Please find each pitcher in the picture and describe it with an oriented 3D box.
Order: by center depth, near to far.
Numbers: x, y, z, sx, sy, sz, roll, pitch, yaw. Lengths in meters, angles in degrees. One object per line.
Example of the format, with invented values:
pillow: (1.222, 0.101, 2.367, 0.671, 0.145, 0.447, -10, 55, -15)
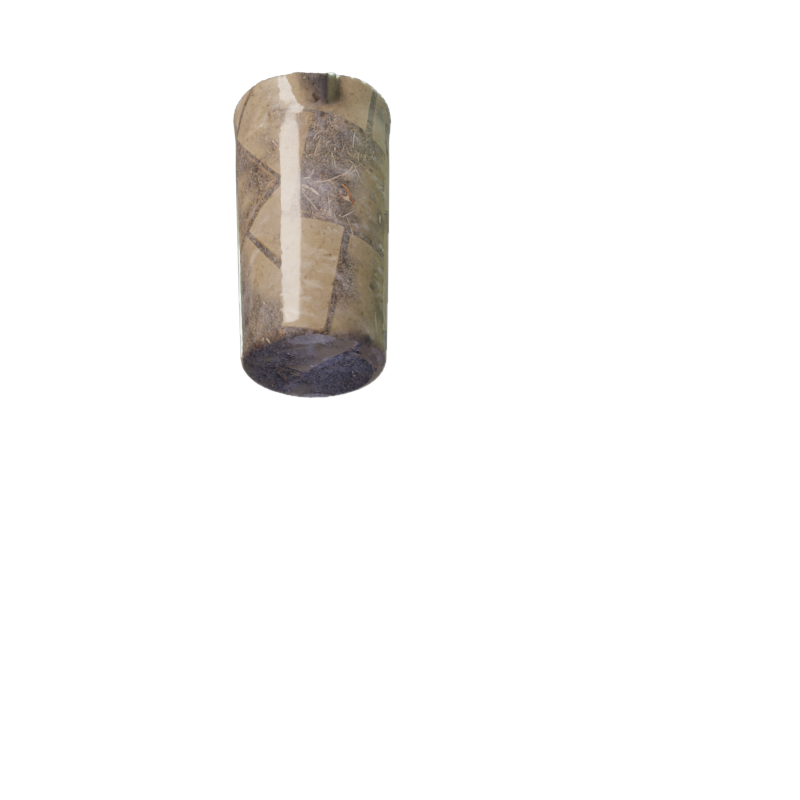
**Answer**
pitcher: (-0.069, -0.126, 0.885, 0.146, 0.259, 0.139, -24, -36, 33)
